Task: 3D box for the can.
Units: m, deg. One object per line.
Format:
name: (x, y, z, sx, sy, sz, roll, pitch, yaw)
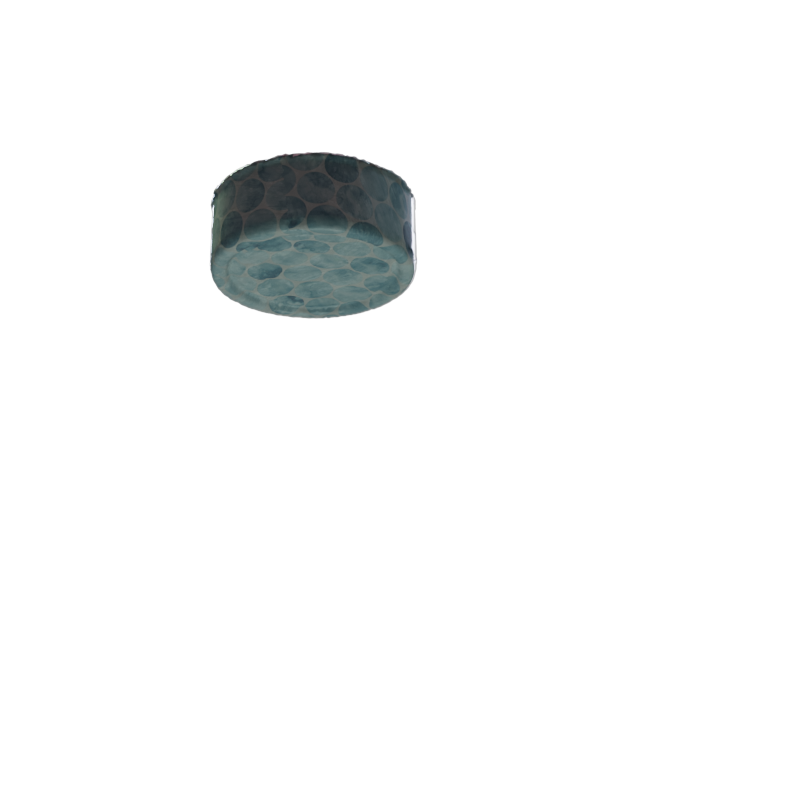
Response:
can: (-0.036, -0.065, 0.458, 0.086, 0.035, 0.081, 0, -22, -2)
